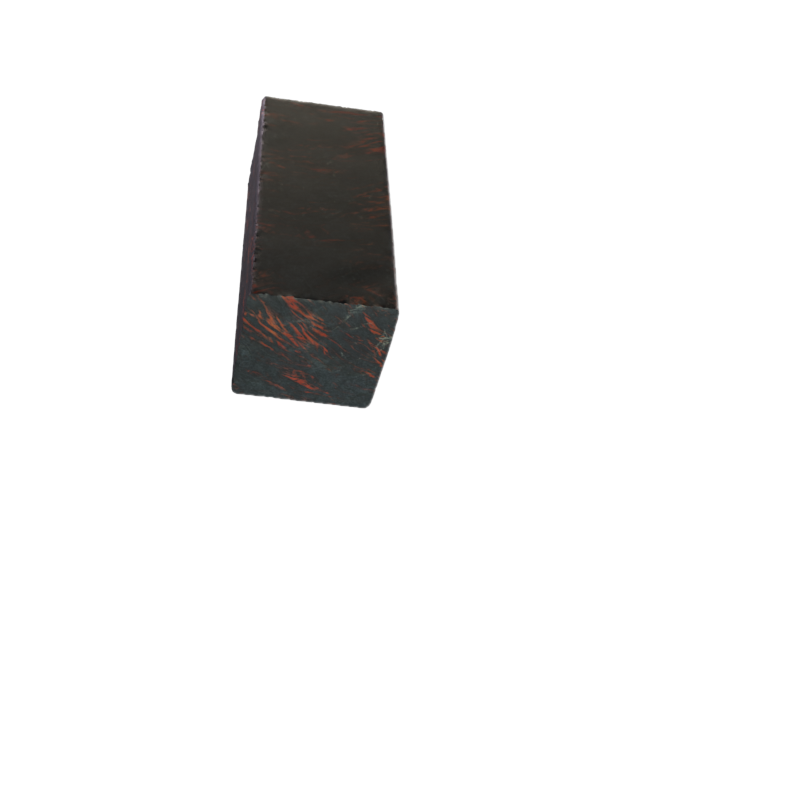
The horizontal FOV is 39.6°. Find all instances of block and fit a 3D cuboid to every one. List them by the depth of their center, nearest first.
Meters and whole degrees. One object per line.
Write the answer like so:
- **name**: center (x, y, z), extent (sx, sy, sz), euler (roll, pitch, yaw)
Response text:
- **block**: center (-0.058, -0.105, 0.741), extent (0.089, 0.221, 0.085), euler (6, -46, -10)
